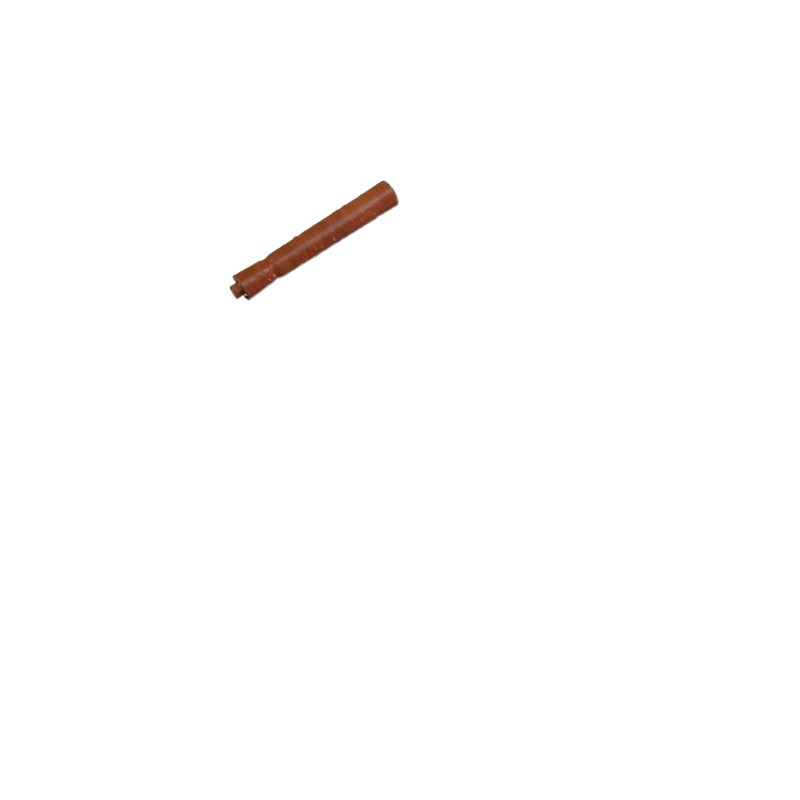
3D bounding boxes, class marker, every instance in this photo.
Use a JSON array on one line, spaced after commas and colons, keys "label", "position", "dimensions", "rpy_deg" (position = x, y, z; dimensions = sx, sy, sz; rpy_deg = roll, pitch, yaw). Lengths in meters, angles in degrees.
[{"label": "marker", "position": [-0.055, -0.100, 0.697], "dimensions": [0.121, 0.019, 0.020], "rpy_deg": [-34, 13, -13]}]
